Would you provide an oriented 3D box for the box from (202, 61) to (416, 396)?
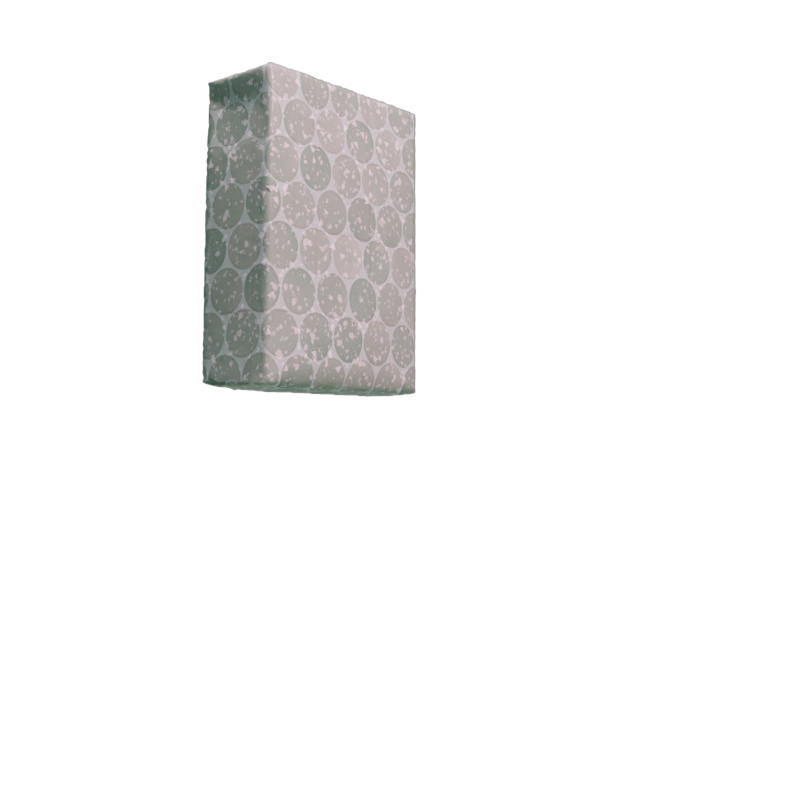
[{"bbox_3d":[-0.062,-0.113,0.788,0.074,0.219,0.156,-8,-10,38],"label":"box"}]
